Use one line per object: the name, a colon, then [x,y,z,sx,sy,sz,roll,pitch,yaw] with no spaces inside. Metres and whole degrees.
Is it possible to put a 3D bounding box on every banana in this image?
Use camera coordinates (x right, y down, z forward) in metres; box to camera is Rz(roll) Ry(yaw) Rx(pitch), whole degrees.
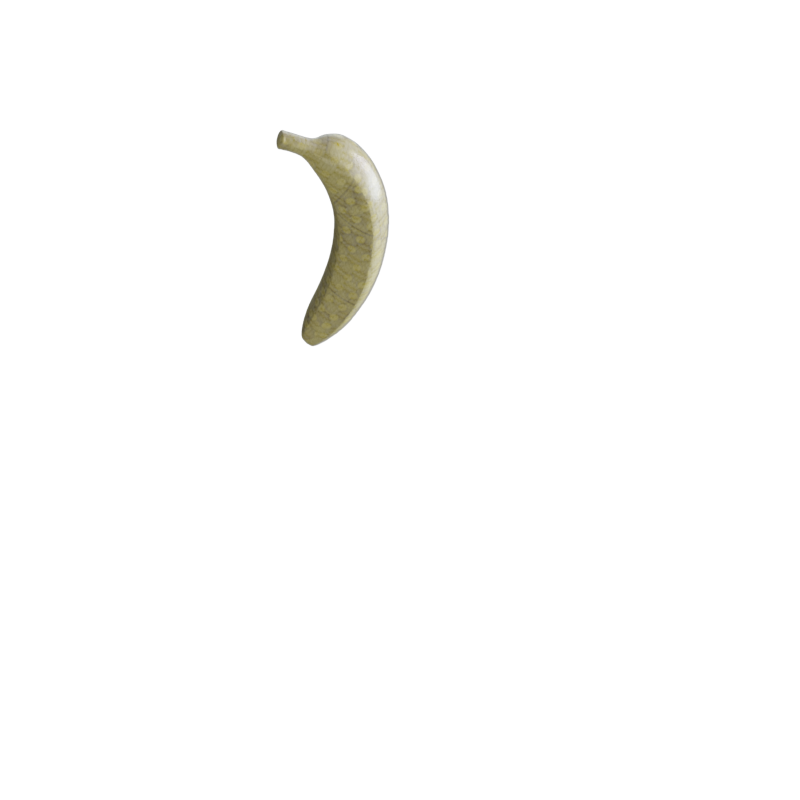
banana: [-0.042,-0.114,0.767,0.070,0.184,0.039,-2,45,1]
